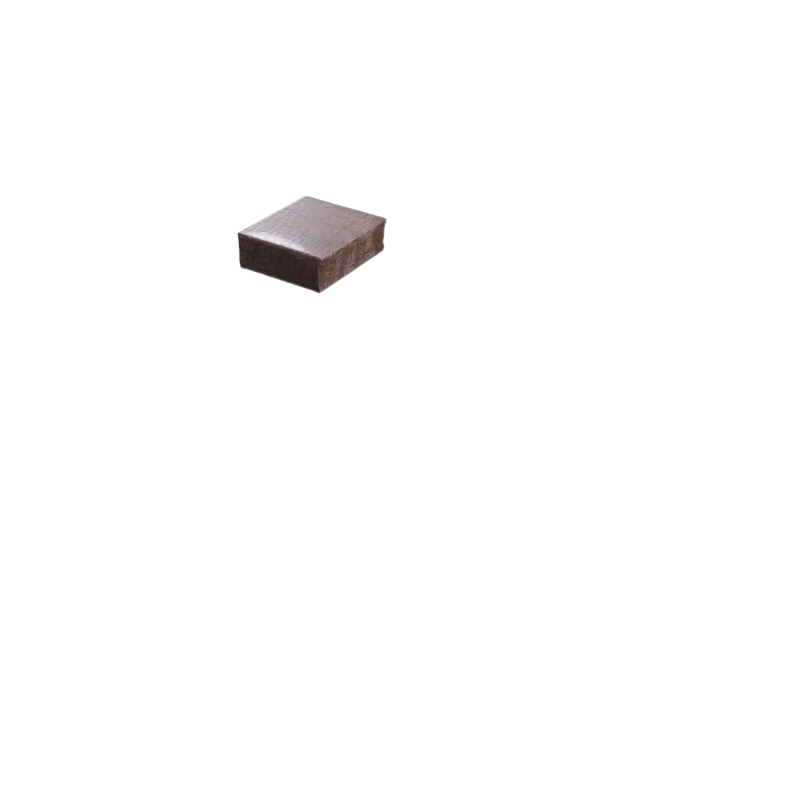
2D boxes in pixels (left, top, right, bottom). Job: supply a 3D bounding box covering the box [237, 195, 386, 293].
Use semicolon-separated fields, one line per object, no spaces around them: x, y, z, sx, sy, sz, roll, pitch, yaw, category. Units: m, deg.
-0.078;-0.142;0.998;0.094;0.037;0.115;17;36;26;box
